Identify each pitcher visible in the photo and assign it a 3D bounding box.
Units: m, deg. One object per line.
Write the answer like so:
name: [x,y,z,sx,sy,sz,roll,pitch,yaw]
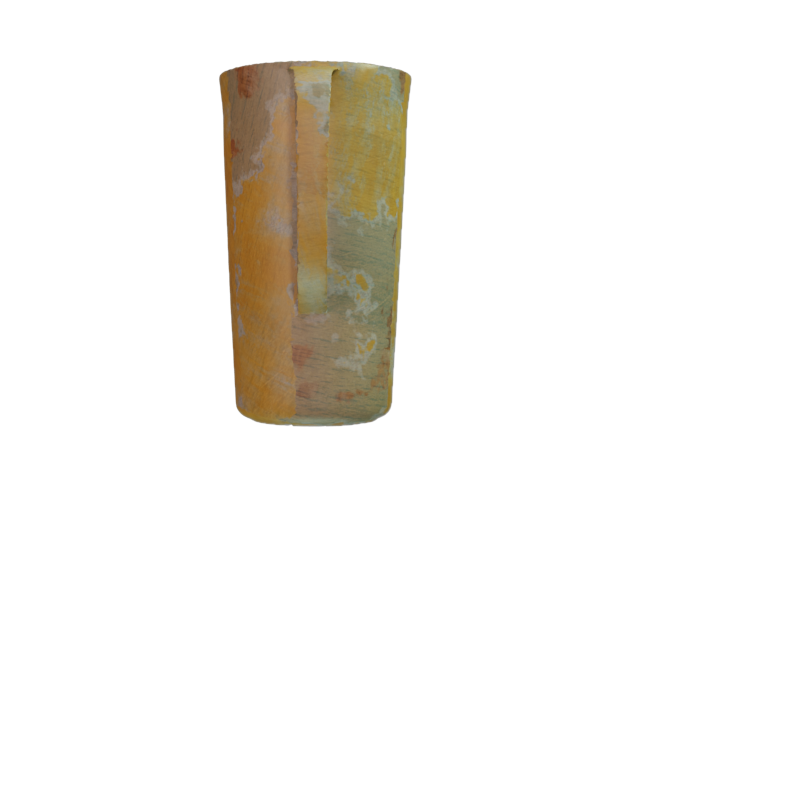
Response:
pitcher: [-0.059,-0.108,0.756,0.151,0.244,0.143,0,0,42]
